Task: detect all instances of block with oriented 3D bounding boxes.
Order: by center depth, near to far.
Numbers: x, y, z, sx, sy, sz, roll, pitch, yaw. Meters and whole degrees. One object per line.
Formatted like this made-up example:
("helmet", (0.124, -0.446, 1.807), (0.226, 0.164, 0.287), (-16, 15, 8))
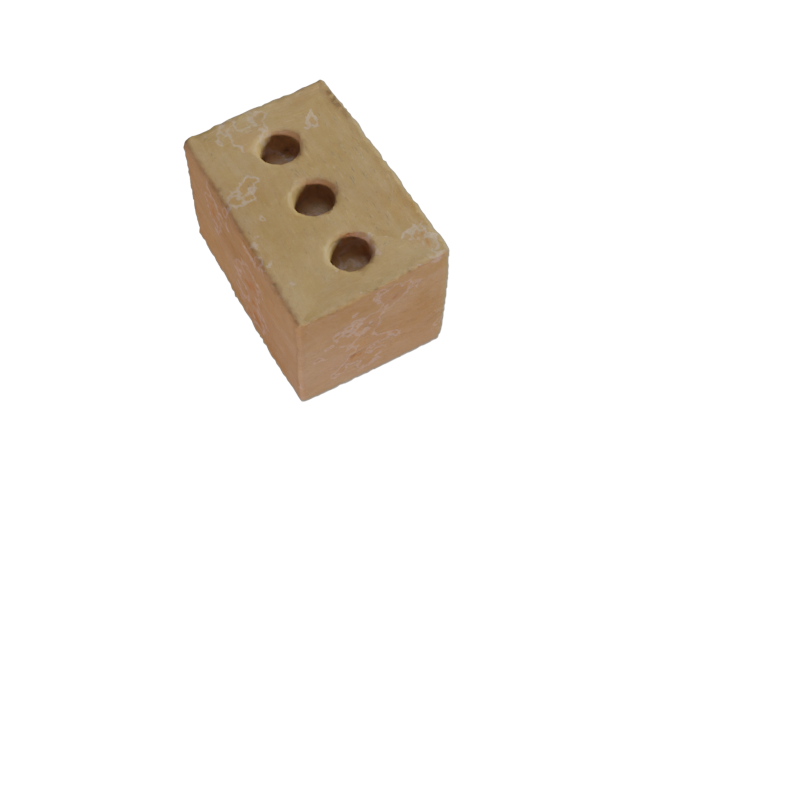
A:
("block", (-0.028, -0.050, 0.352), (0.053, 0.083, 0.048), (-27, -26, -16))
